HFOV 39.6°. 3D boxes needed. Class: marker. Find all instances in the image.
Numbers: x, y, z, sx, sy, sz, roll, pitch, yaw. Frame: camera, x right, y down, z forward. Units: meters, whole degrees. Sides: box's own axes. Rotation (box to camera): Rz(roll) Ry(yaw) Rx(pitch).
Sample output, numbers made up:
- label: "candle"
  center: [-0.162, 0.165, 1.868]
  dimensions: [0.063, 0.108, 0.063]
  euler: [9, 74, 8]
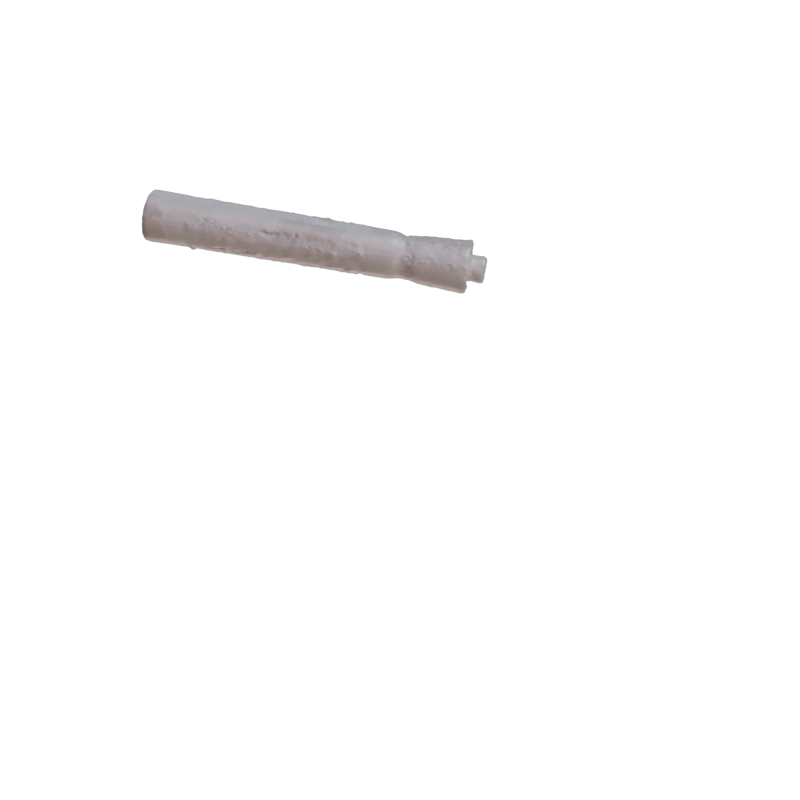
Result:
- label: "marker"
  center: [-0.030, -0.056, 0.389]
  dimensions: [0.123, 0.020, 0.020]
  euler: [11, 5, 9]
